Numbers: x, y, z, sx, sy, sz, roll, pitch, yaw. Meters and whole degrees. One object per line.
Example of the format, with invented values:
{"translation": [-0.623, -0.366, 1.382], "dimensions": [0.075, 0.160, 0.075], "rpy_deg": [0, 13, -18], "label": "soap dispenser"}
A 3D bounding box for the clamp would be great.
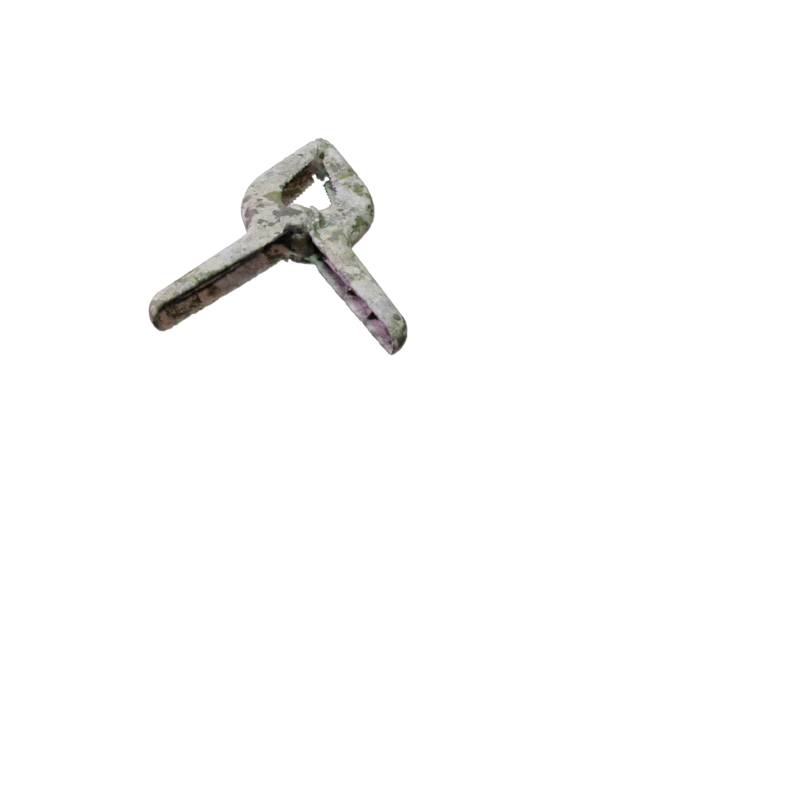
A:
{"translation": [-0.060, -0.109, 0.761], "dimensions": [0.168, 0.034, 0.221], "rpy_deg": [10, 44, 10], "label": "clamp"}
